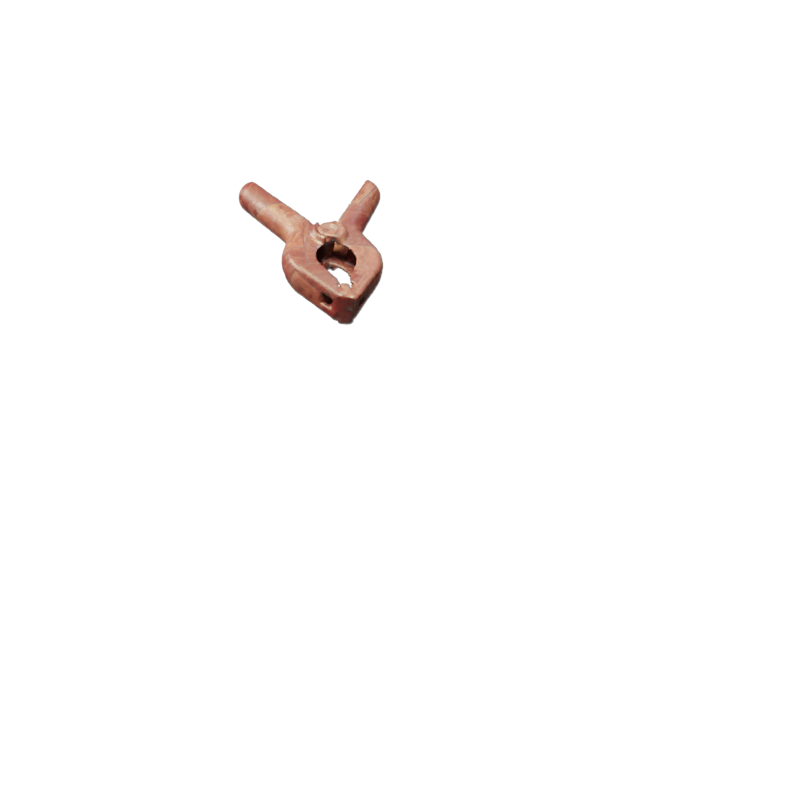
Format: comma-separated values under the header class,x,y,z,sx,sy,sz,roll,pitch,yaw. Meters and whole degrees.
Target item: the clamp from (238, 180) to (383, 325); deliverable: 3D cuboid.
class,x,y,z,sx,sy,sz,roll,pitch,yaw
clamp,-0.069,-0.127,0.887,0.120,0.037,0.184,-3,39,-4
